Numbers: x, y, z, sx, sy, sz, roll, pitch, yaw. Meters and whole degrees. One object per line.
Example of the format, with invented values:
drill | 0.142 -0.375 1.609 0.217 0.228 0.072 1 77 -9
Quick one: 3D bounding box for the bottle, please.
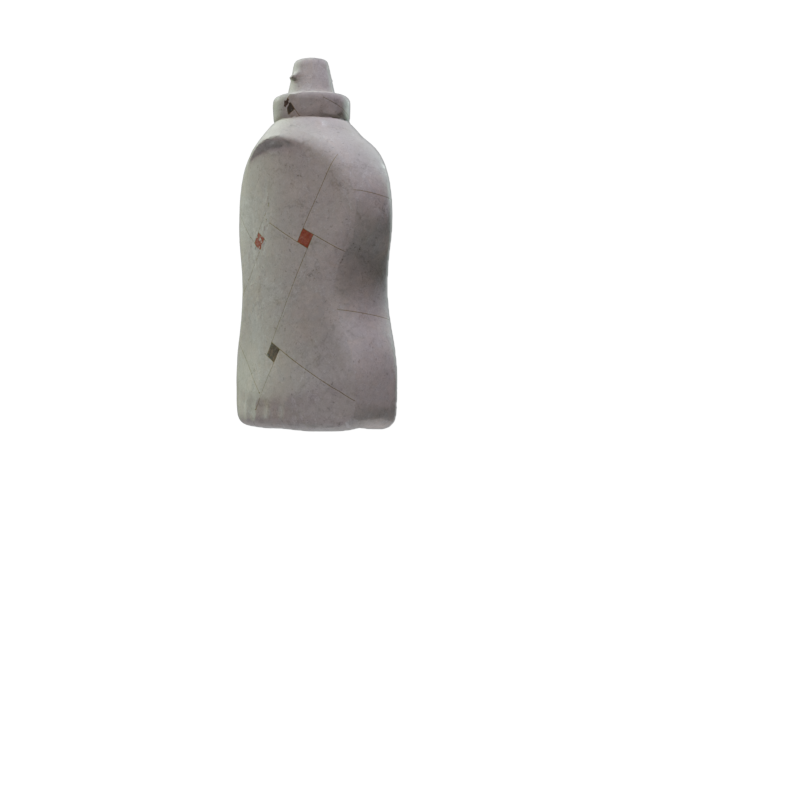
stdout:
bottle | -0.046 -0.082 0.577 0.056 0.194 0.099 4 -6 -41
